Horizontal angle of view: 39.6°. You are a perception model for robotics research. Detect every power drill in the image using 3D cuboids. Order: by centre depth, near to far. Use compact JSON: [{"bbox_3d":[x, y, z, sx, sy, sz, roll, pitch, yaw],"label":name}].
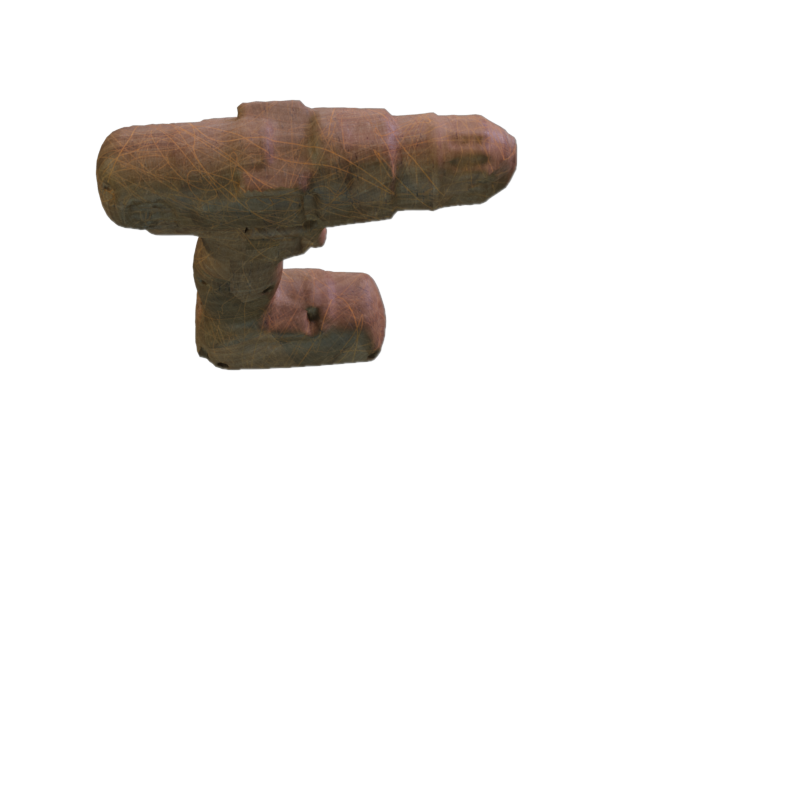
[{"bbox_3d":[-0.043,-0.078,0.548,0.185,0.061,0.177,0,-25,0],"label":"power drill"}]
